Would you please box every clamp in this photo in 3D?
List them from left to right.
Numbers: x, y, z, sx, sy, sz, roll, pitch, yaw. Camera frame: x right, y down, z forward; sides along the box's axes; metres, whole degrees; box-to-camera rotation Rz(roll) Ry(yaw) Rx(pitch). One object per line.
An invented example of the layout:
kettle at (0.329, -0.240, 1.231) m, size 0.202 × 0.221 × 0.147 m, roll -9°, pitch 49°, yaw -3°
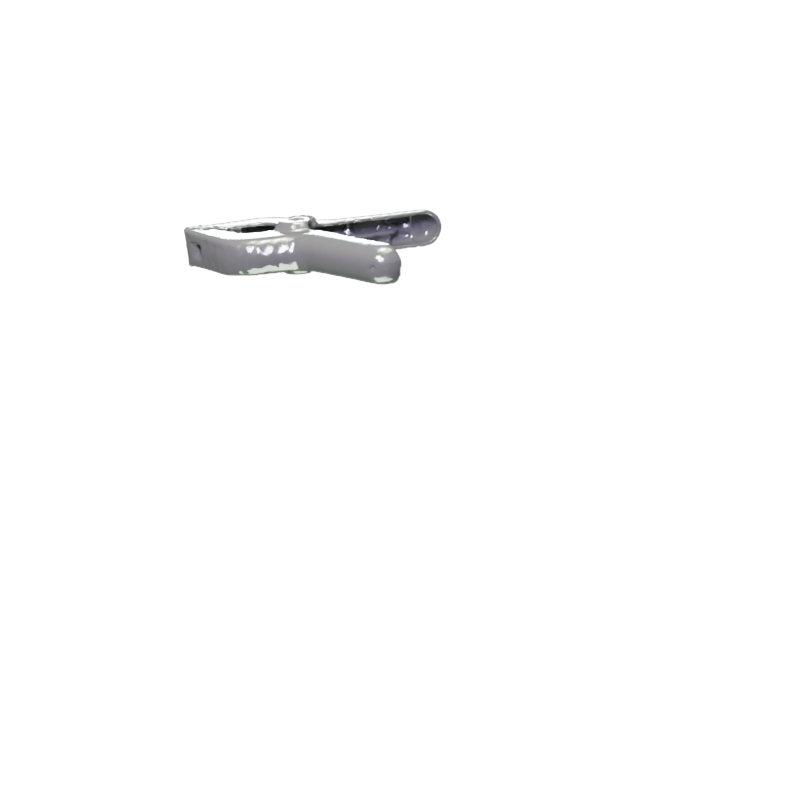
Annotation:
clamp at (-0.058, -0.106, 0.740) m, size 0.178 × 0.038 × 0.119 m, roll 8°, pitch 17°, yaw 25°
